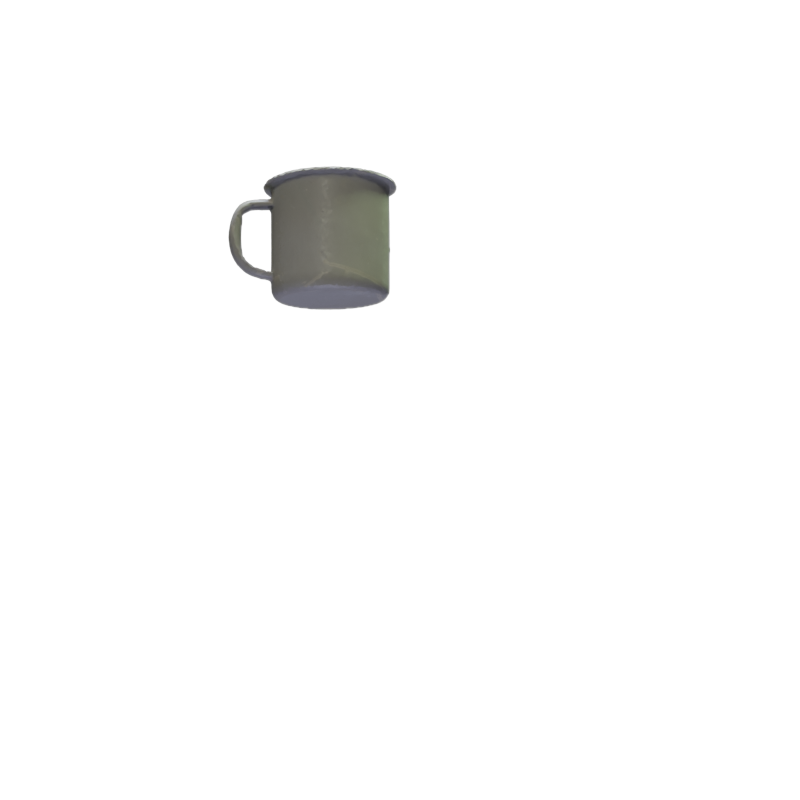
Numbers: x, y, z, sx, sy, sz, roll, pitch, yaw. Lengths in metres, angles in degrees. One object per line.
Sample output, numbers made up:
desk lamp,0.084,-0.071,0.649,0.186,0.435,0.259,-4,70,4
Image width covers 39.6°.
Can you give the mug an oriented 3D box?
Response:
mug,-0.060,-0.109,0.765,0.115,0.084,0.092,2,-10,-13
